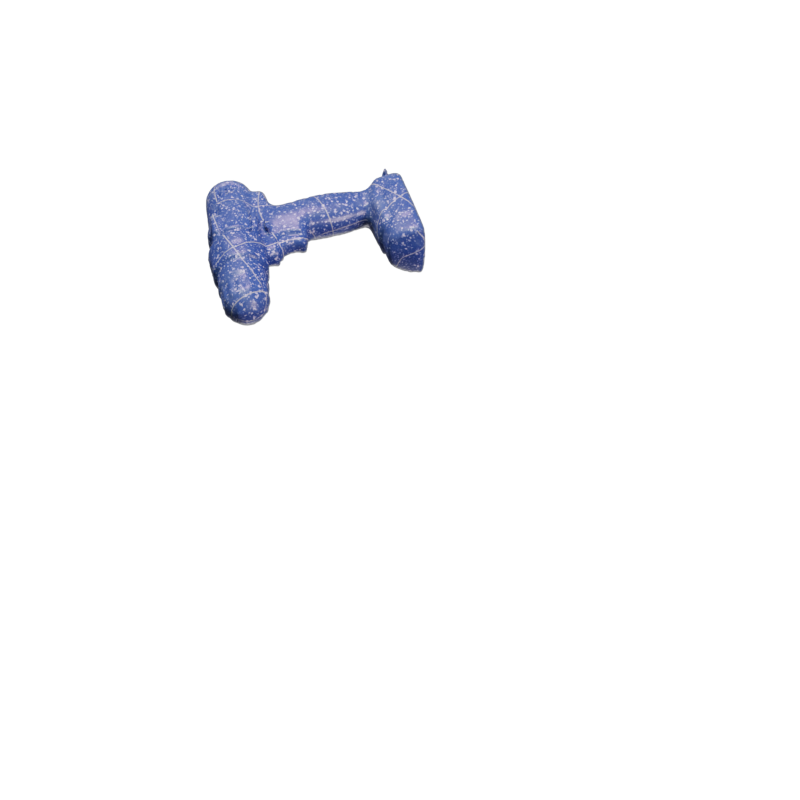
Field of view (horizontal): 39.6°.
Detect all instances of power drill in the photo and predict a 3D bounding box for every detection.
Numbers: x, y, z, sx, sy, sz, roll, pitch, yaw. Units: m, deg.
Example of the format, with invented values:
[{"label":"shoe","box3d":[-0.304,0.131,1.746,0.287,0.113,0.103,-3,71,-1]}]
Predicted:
[{"label":"power drill","box3d":[-0.077,-0.140,0.979,0.186,0.053,0.199,-7,42,-8]}]
